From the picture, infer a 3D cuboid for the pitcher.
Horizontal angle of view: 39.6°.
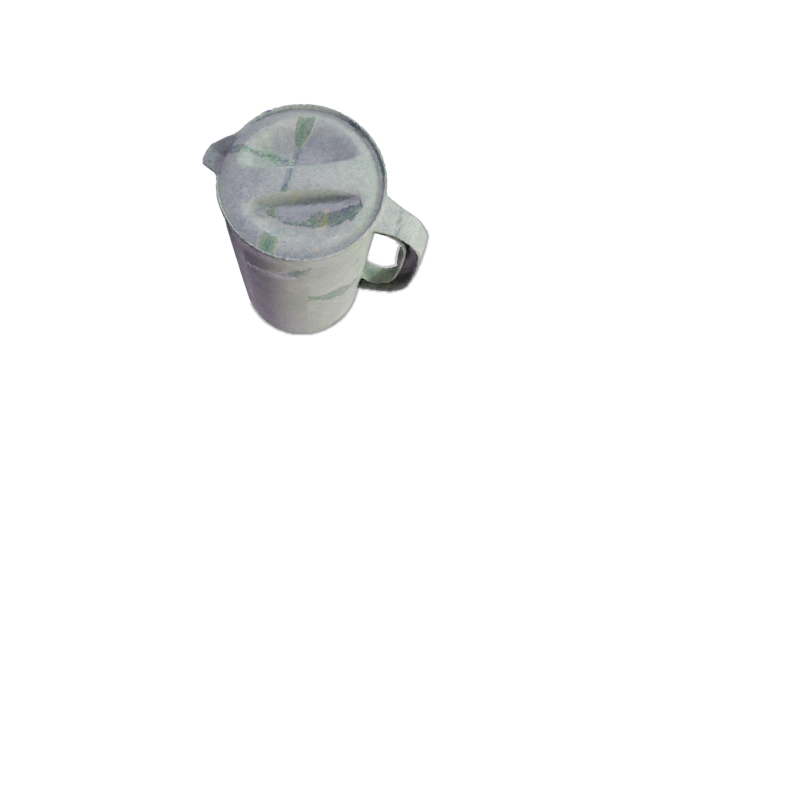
[{"bbox_3d":[-0.075,-0.136,0.955,0.144,0.156,0.233,-23,-14,-10],"label":"pitcher"}]
